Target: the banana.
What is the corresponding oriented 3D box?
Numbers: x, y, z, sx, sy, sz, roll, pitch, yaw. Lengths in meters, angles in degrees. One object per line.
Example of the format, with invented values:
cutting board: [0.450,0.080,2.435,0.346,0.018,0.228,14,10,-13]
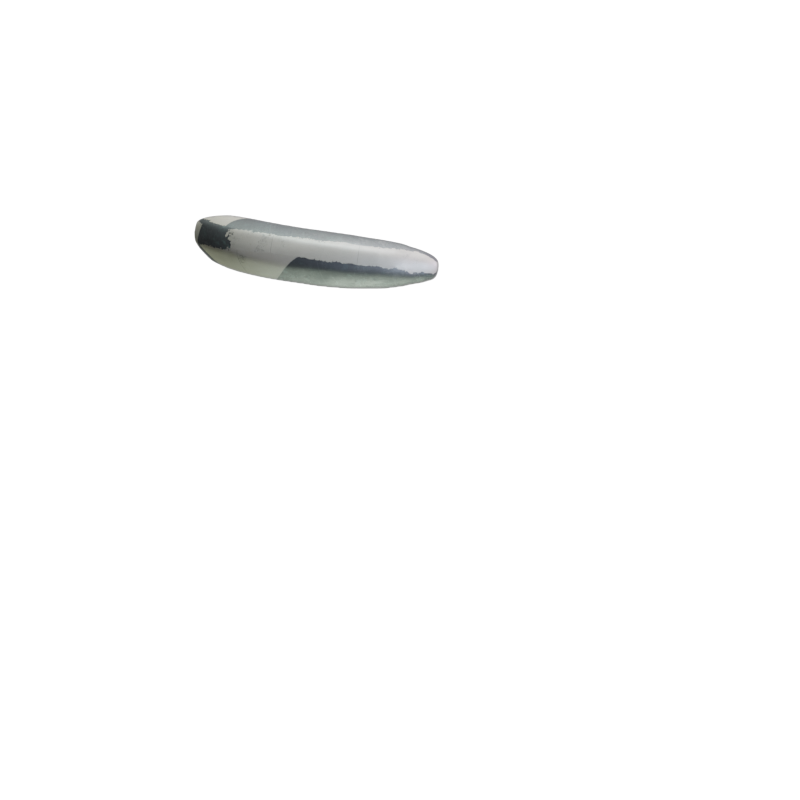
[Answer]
banana: [-0.074,-0.106,0.770,0.207,0.035,0.069,15,28,30]
